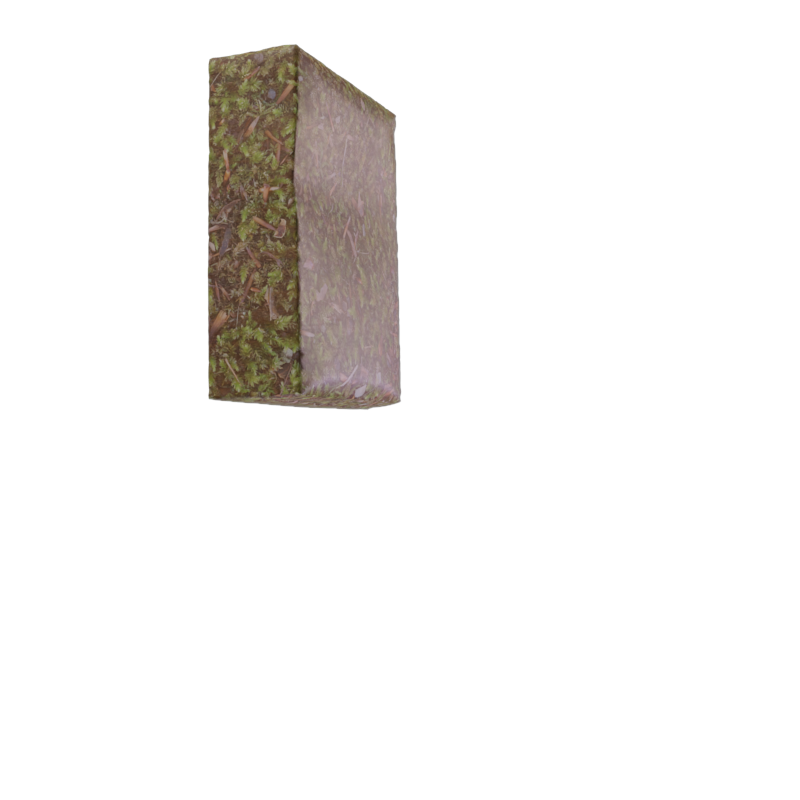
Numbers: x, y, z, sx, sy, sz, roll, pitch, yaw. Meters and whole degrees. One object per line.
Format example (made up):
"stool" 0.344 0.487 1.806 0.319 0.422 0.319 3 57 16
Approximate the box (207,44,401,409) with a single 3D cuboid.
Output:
"box" -0.057 -0.104 0.728 0.074 0.219 0.157 -5 -9 23
